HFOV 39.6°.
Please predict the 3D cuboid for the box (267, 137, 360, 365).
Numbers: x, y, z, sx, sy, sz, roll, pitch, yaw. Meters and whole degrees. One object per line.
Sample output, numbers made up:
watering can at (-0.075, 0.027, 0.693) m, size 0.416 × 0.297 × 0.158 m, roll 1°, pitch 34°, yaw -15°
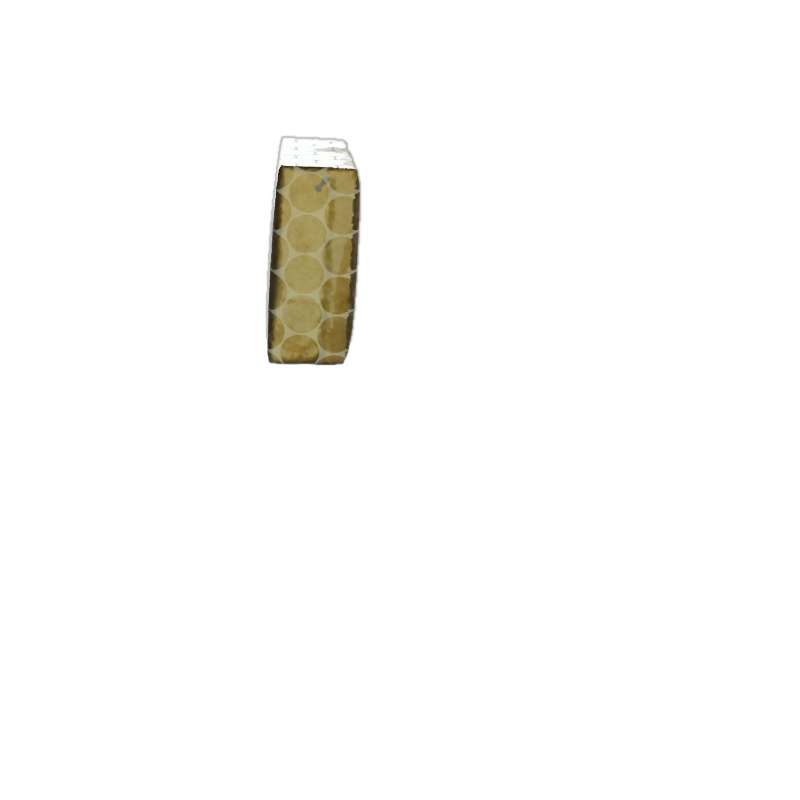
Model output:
box at (-0.077, -0.140, 0.978) m, size 0.071 × 0.159 × 0.222 m, roll 3°, pitch 16°, yaw -5°
